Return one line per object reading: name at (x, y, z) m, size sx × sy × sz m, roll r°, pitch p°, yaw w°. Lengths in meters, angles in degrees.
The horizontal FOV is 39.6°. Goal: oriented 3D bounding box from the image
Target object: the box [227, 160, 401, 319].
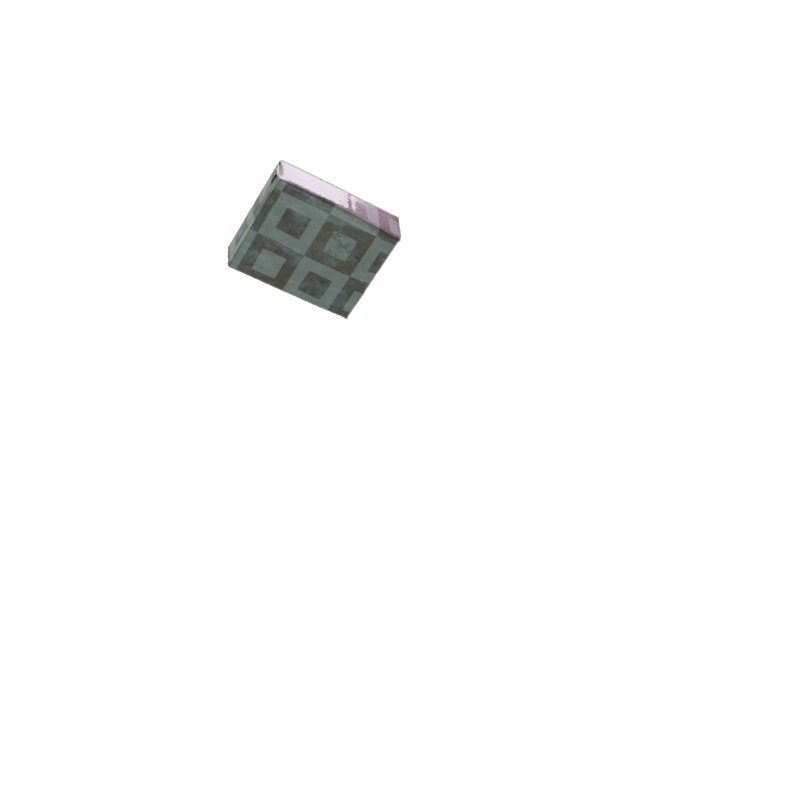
box at (-0.069, -0.126, 0.883) m, size 0.110 × 0.087 × 0.041 m, roll 26°, pitch 28°, yaw -16°
